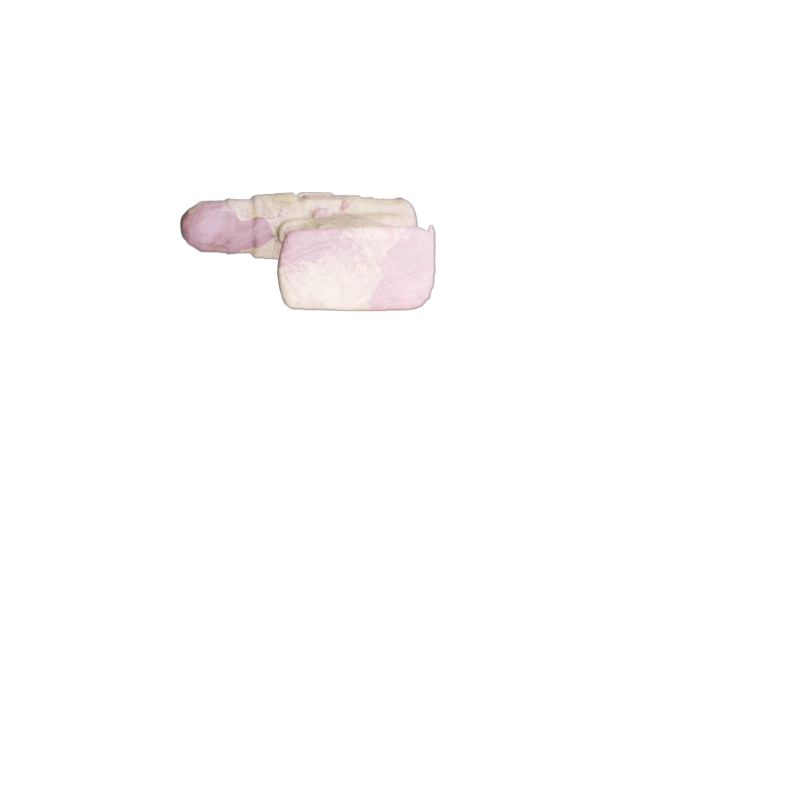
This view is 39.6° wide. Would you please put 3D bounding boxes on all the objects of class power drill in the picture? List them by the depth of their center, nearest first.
[{"bbox_3d":[-0.062,-0.114,0.796,0.182,0.055,0.197,-4,20,-11],"label":"power drill"}]
